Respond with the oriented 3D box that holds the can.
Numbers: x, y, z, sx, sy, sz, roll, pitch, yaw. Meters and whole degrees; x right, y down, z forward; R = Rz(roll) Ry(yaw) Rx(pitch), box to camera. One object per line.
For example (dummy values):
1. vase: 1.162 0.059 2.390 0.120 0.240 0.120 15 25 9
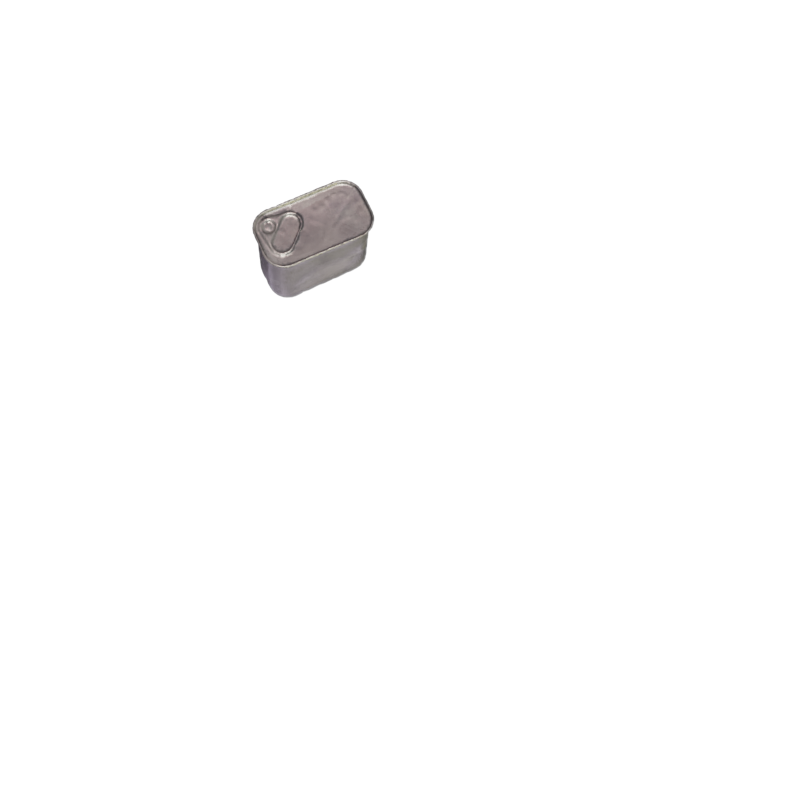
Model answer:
1. can: -0.077 -0.140 0.984 0.102 0.060 0.080 -24 -15 -10
